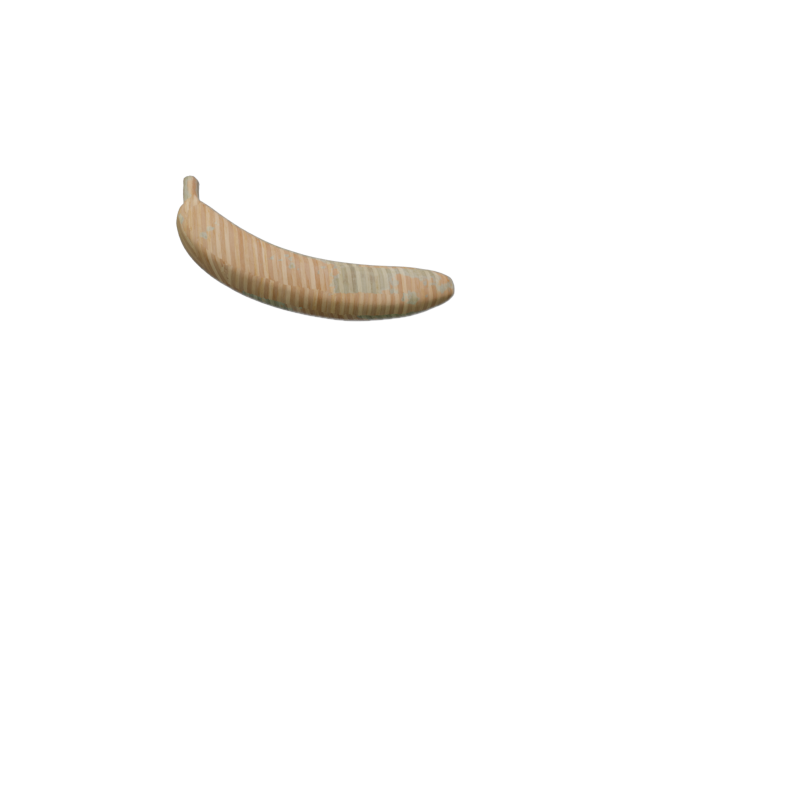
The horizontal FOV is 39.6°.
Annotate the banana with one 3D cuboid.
[{"bbox_3d":[-0.067,-0.088,0.704,0.203,0.072,0.035,24,-25,12],"label":"banana"}]
